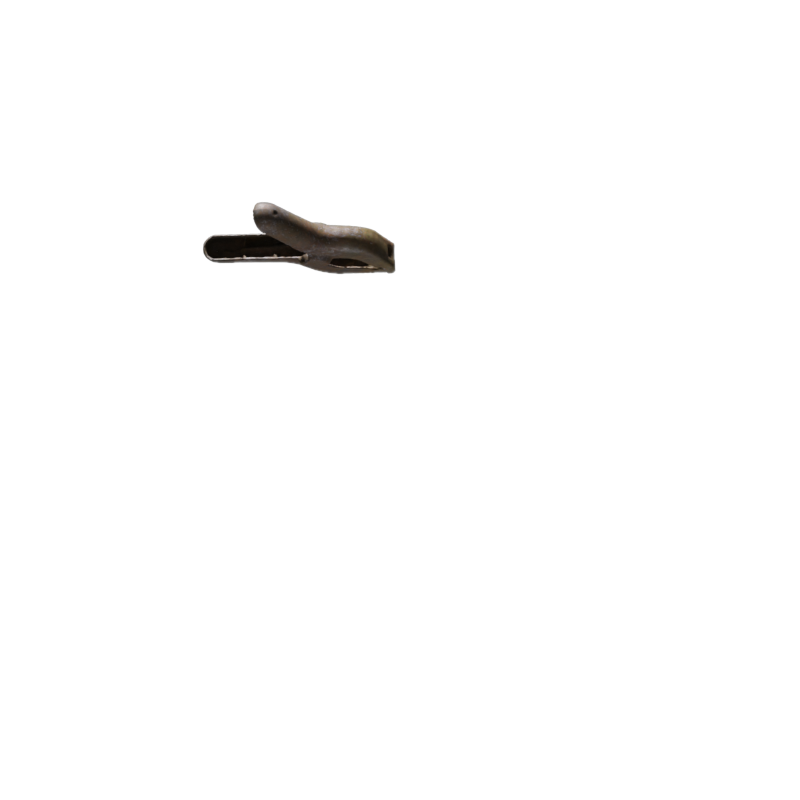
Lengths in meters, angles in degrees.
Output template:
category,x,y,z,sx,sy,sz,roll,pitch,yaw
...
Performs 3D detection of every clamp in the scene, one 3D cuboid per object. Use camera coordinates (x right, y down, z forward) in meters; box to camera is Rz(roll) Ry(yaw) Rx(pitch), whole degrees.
category,x,y,z,sx,sy,sz,roll,pitch,yaw
clamp,-0.075,-0.137,0.960,0.167,0.040,0.121,1,-4,-20
